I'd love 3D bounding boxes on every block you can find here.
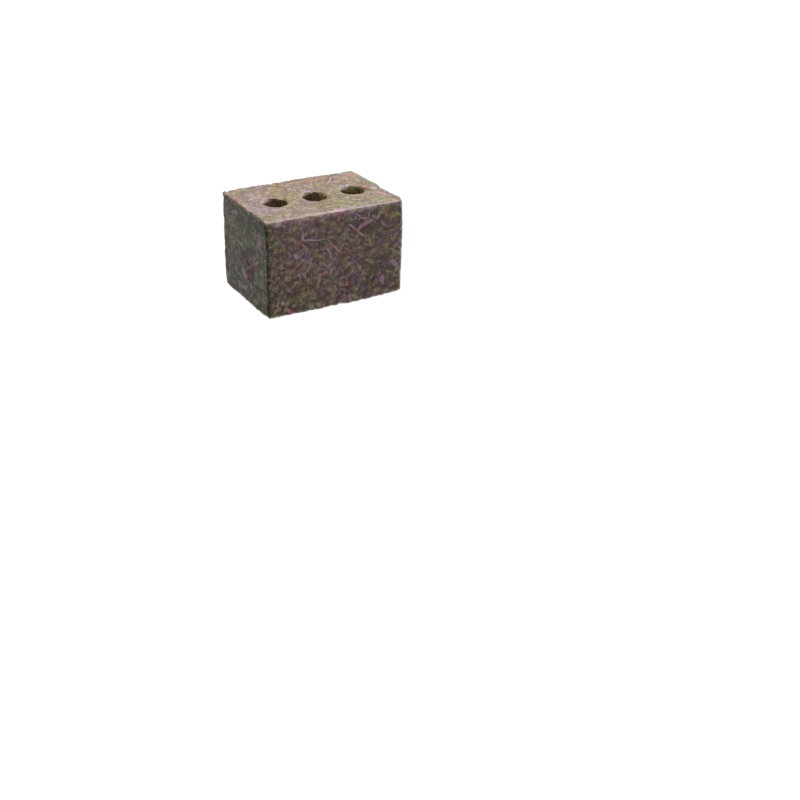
[{"bbox_3d":[-0.044,-0.080,0.562,0.076,0.049,0.056,-14,29,-27],"label":"block"}]
